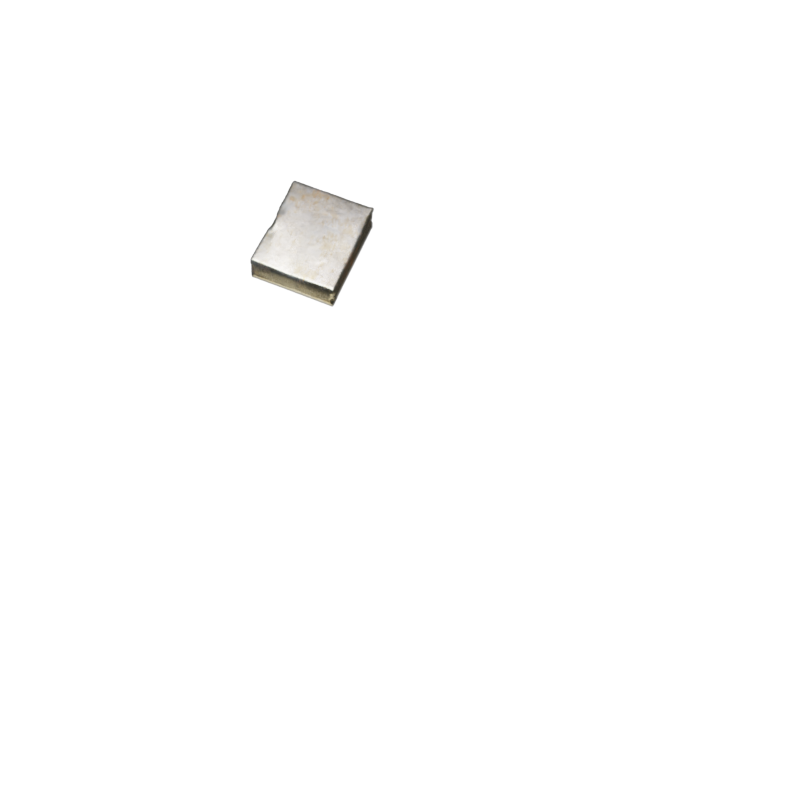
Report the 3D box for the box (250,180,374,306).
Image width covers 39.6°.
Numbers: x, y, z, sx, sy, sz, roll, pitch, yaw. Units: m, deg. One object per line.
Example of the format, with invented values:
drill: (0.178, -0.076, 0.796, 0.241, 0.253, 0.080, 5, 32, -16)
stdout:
box: (-0.071, -0.129, 0.903, 0.075, 0.093, 0.028, 20, -29, 11)
